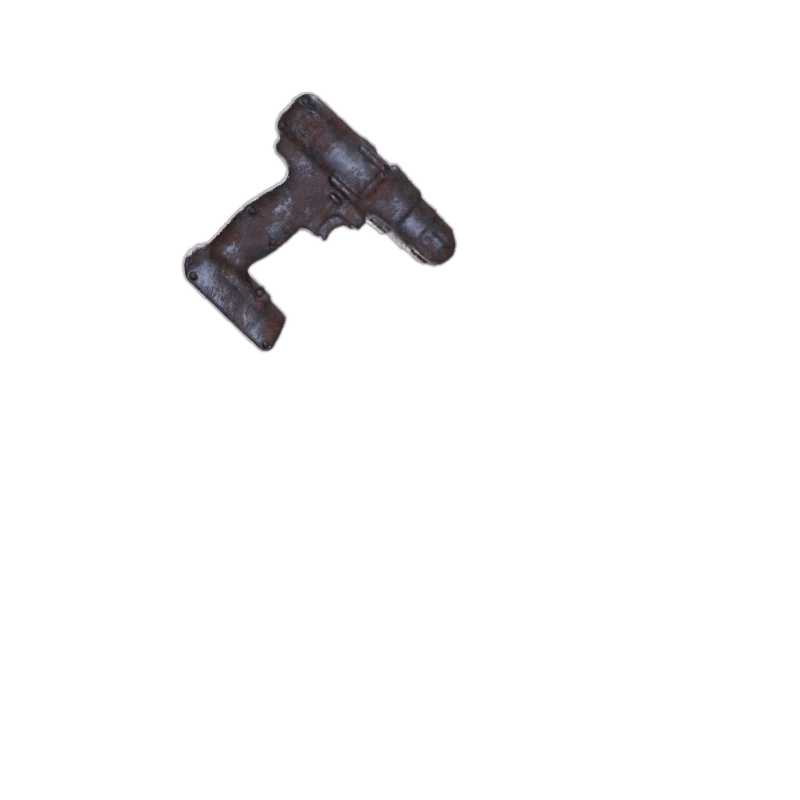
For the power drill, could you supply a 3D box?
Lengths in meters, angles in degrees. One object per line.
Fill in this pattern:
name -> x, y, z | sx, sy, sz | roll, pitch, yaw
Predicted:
power drill -> -0.072, -0.131, 0.920 | 0.182, 0.187, 0.058 | 44, 5, -5
